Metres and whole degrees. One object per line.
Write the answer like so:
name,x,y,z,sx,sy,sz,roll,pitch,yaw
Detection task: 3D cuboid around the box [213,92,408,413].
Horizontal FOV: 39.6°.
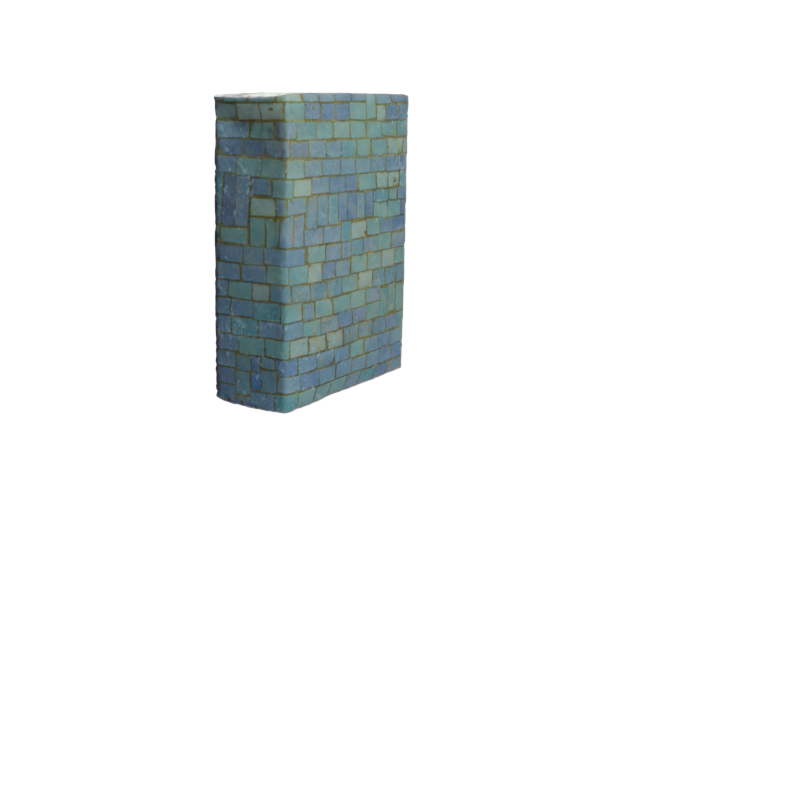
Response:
box,-0.063,-0.115,0.803,0.075,0.210,0.161,5,11,30
